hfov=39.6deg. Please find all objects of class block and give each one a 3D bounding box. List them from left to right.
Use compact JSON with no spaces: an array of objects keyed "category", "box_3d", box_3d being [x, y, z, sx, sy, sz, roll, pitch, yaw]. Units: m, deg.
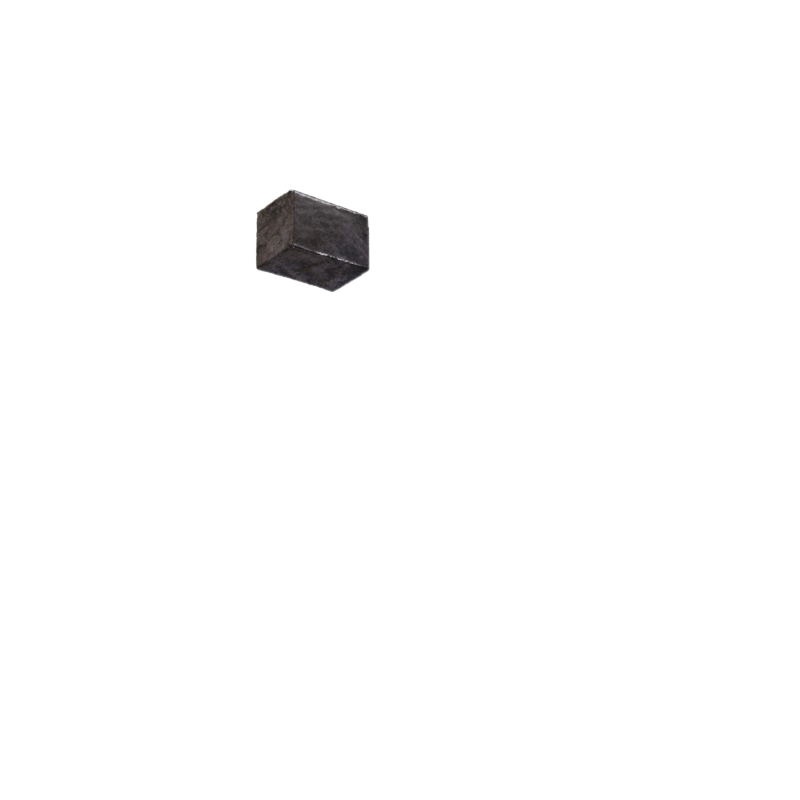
[{"category":"block","box_3d":[-0.069,-0.127,0.887,0.074,0.054,0.053,16,-28,-35]}]
